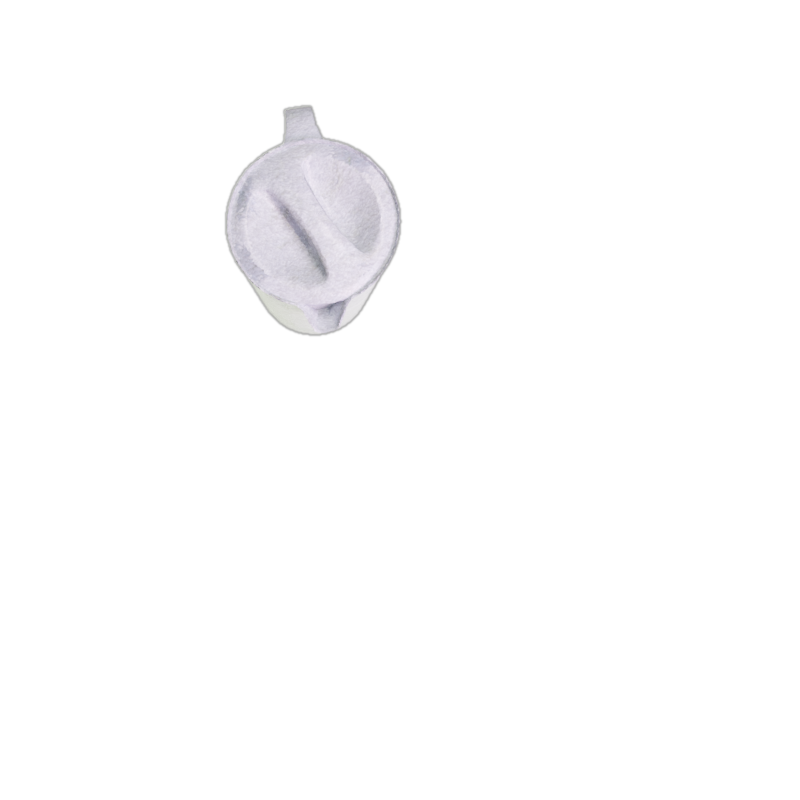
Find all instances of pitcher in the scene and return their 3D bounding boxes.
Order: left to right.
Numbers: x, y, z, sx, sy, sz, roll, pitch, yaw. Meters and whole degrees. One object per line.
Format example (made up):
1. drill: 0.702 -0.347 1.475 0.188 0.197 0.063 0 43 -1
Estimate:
1. pitcher: -0.075 -0.136 0.955 0.147 0.151 0.238 36 -8 2
